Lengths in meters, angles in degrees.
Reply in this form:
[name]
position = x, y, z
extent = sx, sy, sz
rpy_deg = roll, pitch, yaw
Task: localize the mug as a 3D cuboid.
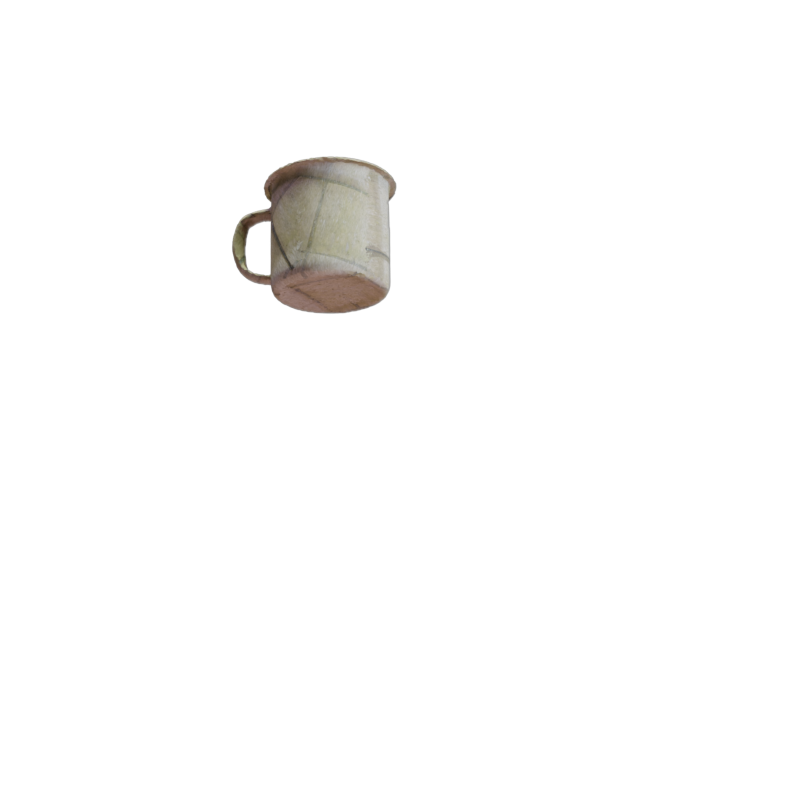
[mug]
position = -0.060, -0.109, 0.764
extent = 0.118, 0.086, 0.088
rpy_deg = -4, -20, 11
